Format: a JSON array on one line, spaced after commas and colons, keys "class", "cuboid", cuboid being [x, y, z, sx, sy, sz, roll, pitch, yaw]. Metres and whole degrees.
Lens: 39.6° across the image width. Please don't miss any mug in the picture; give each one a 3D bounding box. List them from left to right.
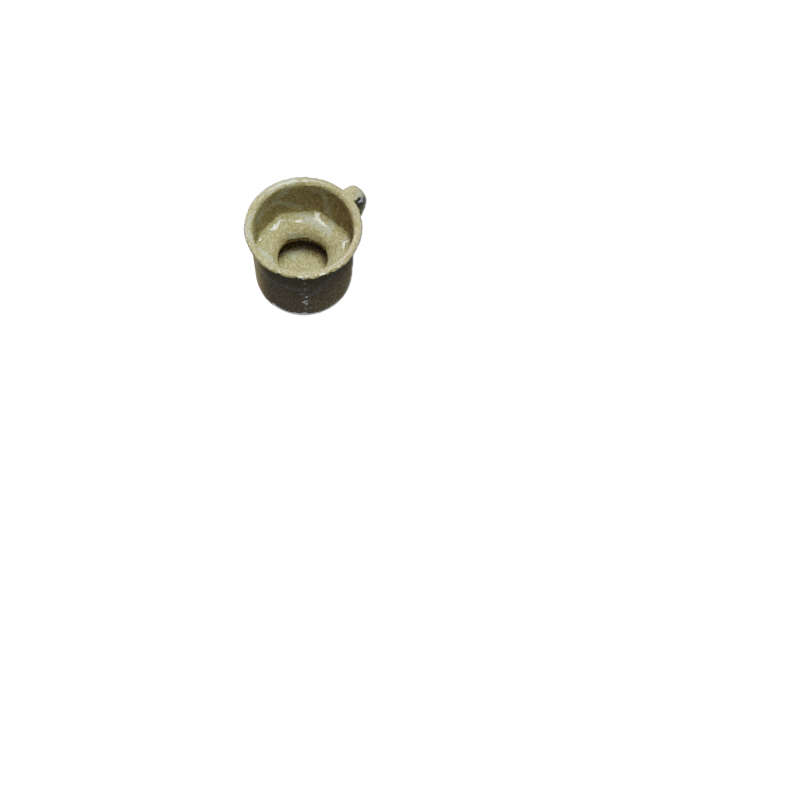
[{"class": "mug", "cuboid": [-0.071, -0.130, 0.907, 0.097, 0.119, 0.077, 37, -22, 15]}]
